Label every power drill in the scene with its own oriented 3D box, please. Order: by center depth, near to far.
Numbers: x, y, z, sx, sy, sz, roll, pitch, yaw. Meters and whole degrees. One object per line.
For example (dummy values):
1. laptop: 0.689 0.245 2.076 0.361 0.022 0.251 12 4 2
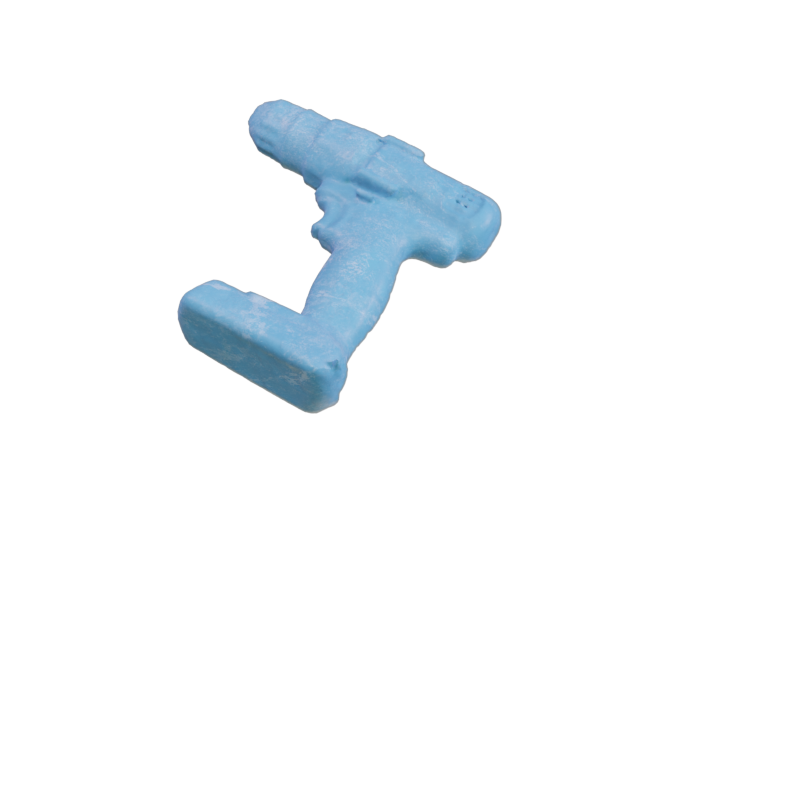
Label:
1. power drill: -0.054 -0.099 0.691 0.192 0.193 0.054 27 -30 17
